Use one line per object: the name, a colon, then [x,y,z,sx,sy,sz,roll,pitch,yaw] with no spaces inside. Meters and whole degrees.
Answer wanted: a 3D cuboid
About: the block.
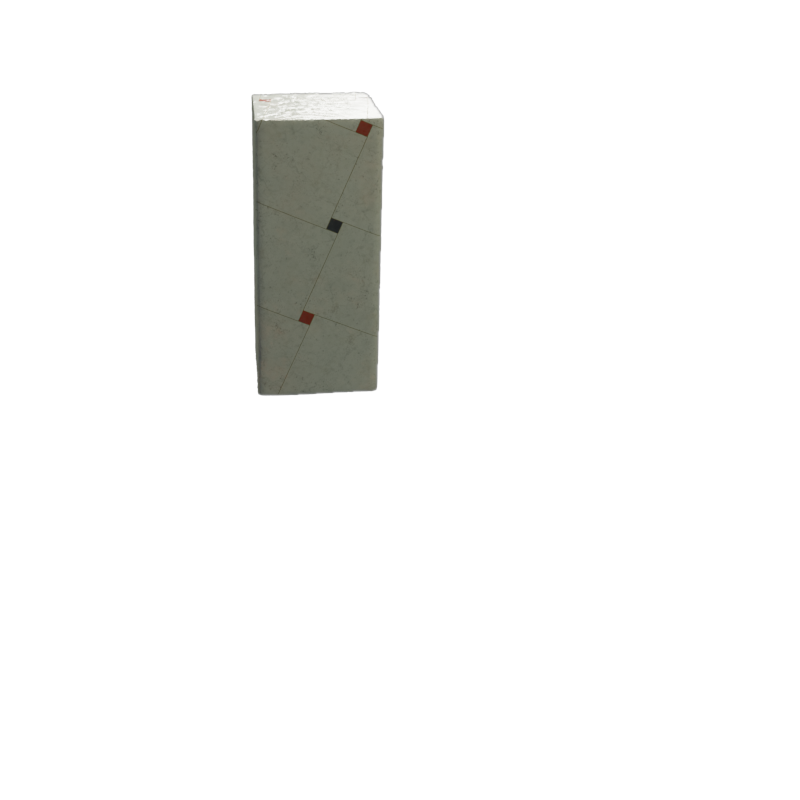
block: [-0.064,-0.117,0.820,0.089,0.197,0.096,-1,21,-7]
